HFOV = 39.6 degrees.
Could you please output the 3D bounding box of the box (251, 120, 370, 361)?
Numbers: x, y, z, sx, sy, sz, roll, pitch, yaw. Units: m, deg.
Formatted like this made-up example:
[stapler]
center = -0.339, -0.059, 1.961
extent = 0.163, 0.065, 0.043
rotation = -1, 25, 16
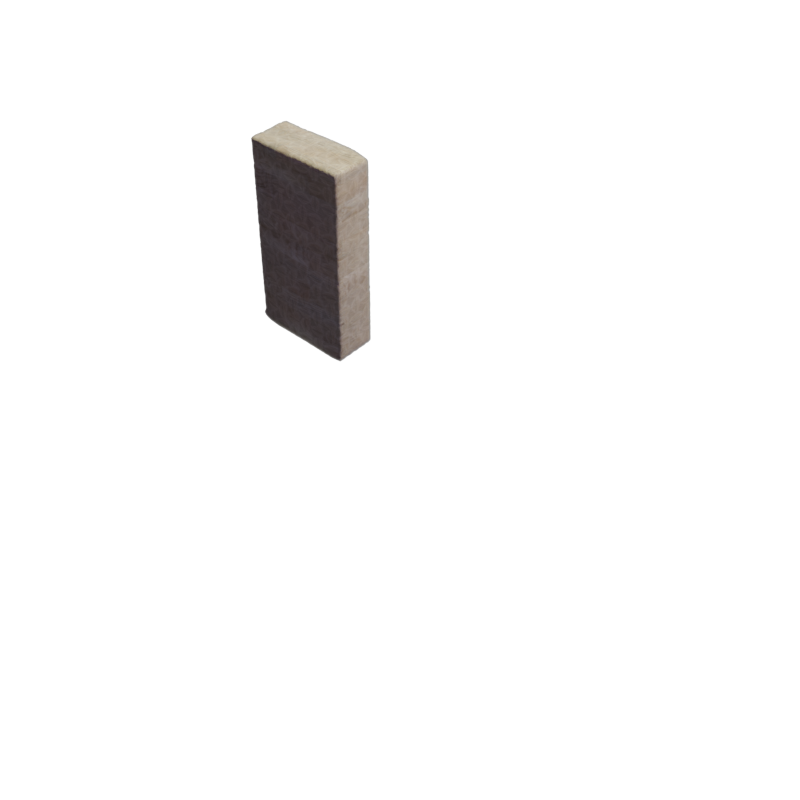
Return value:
[box]
center = -0.069, -0.127, 0.888
extent = 0.099, 0.165, 0.048
rotation = 31, 44, 33
